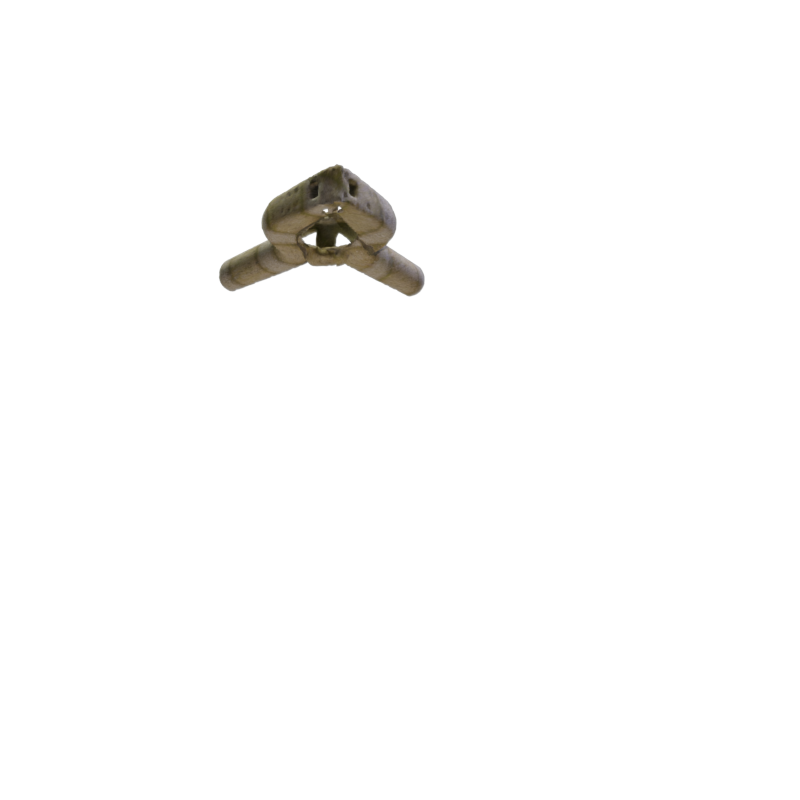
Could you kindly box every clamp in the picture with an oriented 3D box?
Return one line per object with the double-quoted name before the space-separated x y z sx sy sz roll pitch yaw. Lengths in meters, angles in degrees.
"clamp" -0.064 -0.116 0.815 0.165 0.038 0.201 -1 -13 2
